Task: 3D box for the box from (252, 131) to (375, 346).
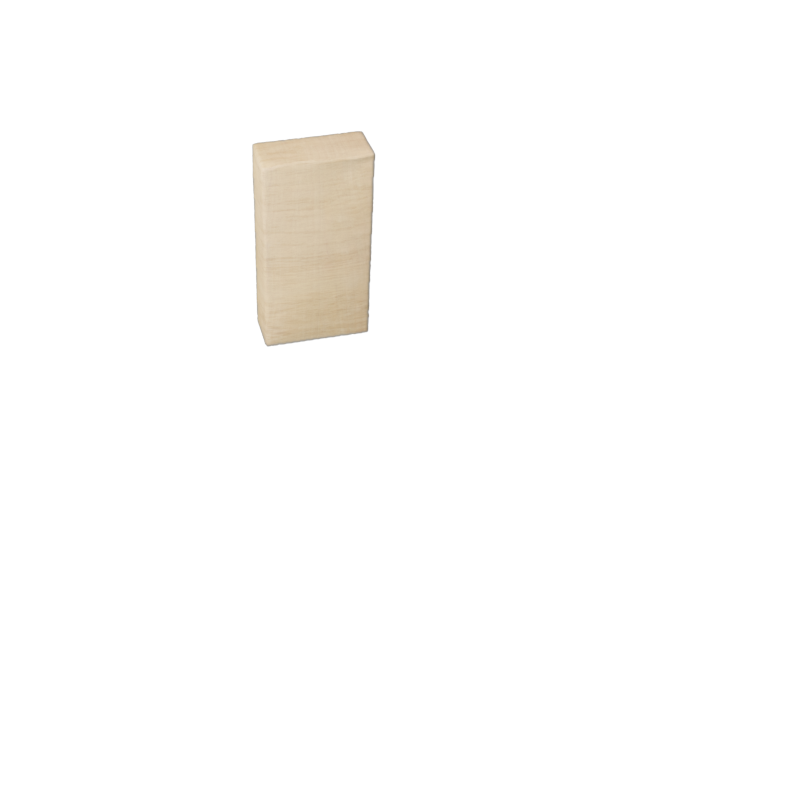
[{"bbox_3d":[-0.071,-0.129,0.908,0.092,0.165,0.052,-8,41,-13],"label":"box"}]
